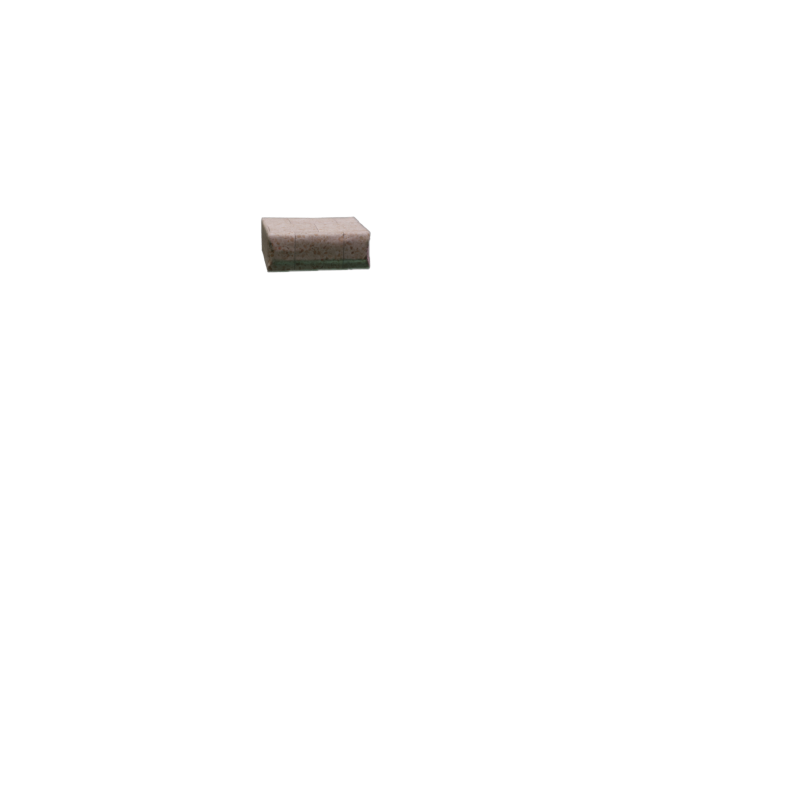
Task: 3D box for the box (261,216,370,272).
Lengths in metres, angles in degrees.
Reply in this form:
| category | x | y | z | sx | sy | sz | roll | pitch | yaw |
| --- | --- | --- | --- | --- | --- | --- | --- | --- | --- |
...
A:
| category | x | y | z | sx | sy | sz | roll | pitch | yaw |
| --- | --- | --- | --- | --- | --- | --- | --- | --- | --- |
| box | -0.063 | -0.116 | 0.810 | 0.072 | 0.029 | 0.093 | -2 | 16 | -7 |
